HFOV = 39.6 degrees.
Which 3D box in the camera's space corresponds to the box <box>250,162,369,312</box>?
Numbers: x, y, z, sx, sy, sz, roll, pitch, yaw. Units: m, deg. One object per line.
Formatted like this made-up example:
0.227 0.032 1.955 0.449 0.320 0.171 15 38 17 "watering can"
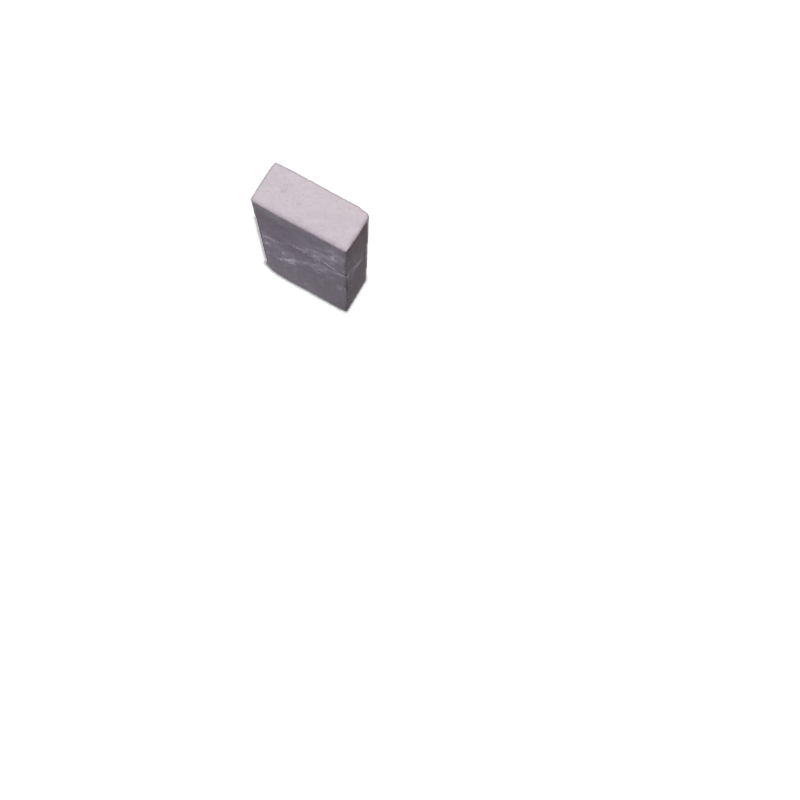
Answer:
-0.076 -0.139 0.970 0.095 0.049 0.169 31 -14 5 "box"
